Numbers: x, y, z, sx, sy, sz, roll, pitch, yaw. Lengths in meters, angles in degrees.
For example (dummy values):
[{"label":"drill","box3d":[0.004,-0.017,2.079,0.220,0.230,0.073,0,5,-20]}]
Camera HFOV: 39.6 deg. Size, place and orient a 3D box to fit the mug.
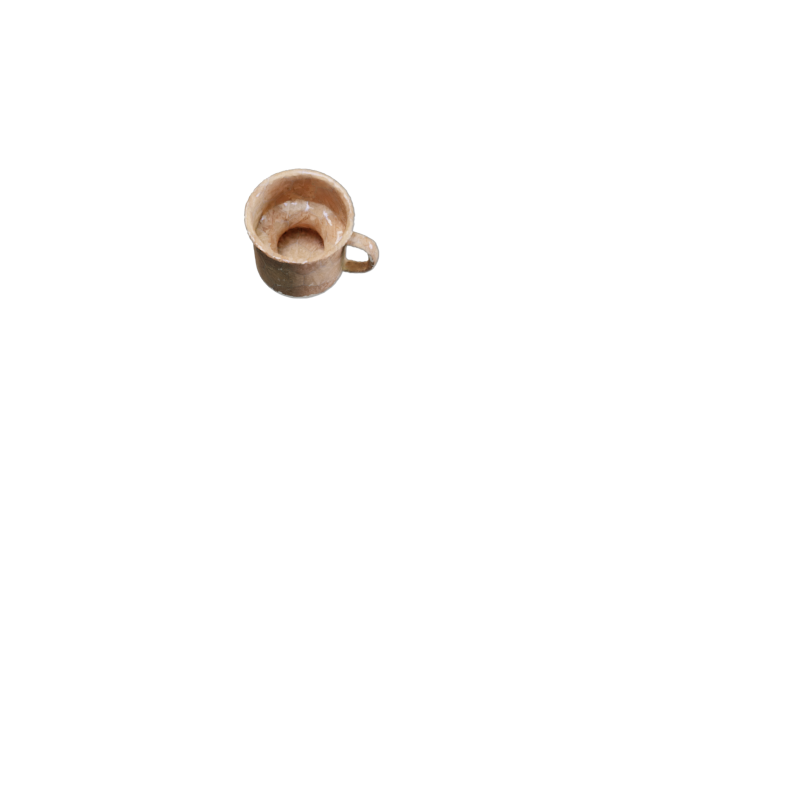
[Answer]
[{"label":"mug","box3d":[-0.075,-0.137,0.959,0.119,0.098,0.077,14,-26,5]}]
